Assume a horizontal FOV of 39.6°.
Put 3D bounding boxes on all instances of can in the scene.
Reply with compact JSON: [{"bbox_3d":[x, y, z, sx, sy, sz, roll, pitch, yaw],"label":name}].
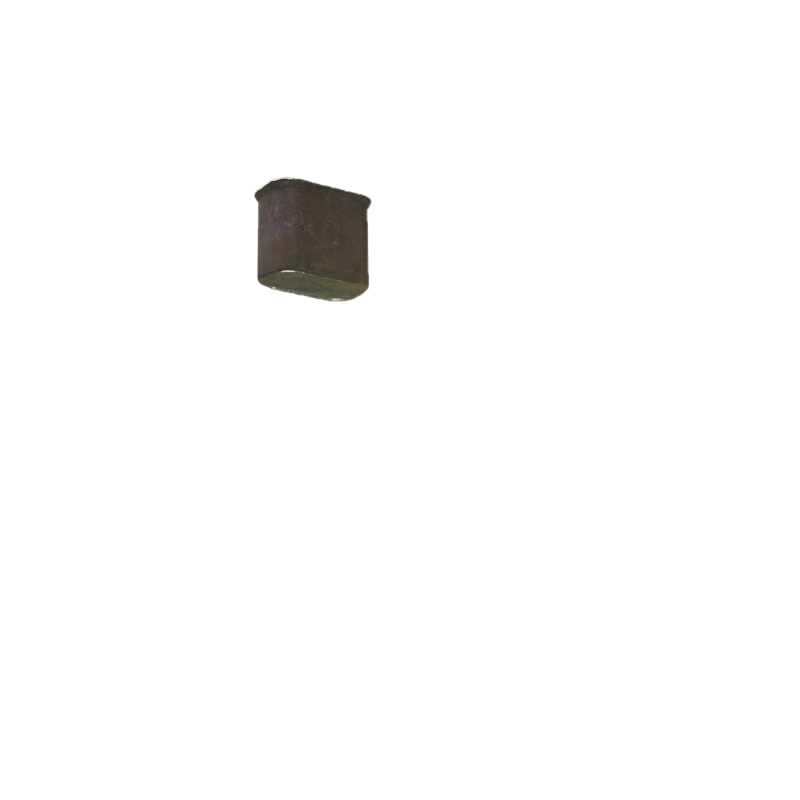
[{"bbox_3d":[-0.075,-0.136,0.955,0.097,0.088,0.058,10,-21,-32],"label":"can"}]
